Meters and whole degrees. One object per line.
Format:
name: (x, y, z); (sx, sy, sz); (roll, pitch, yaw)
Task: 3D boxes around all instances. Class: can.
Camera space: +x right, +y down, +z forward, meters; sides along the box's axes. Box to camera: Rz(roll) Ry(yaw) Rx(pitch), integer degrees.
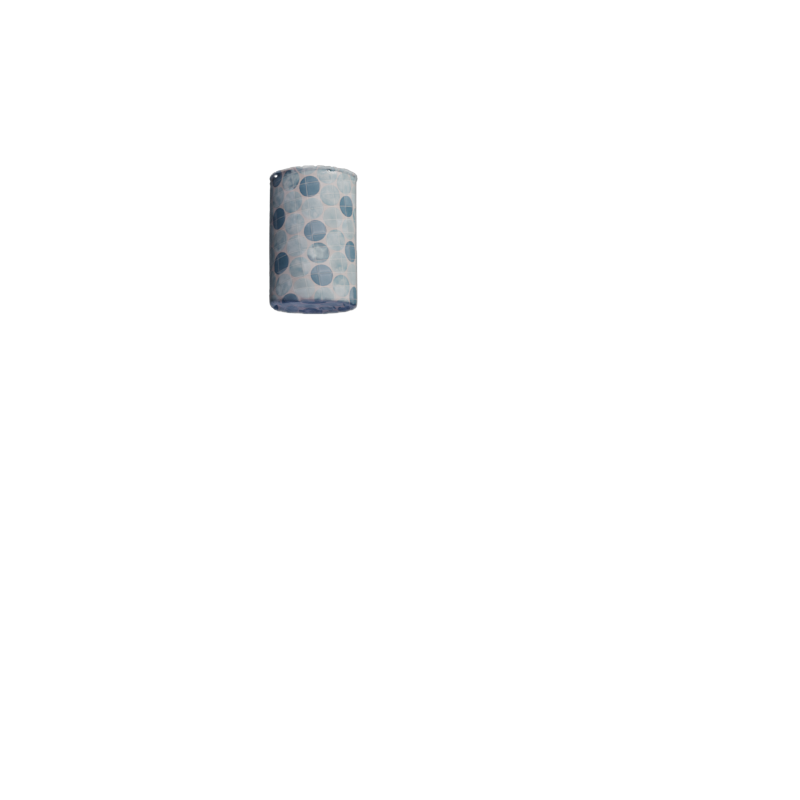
can: (-0.066, -0.120, 0.843); (0.068, 0.105, 0.067); (0, -10, -2)
